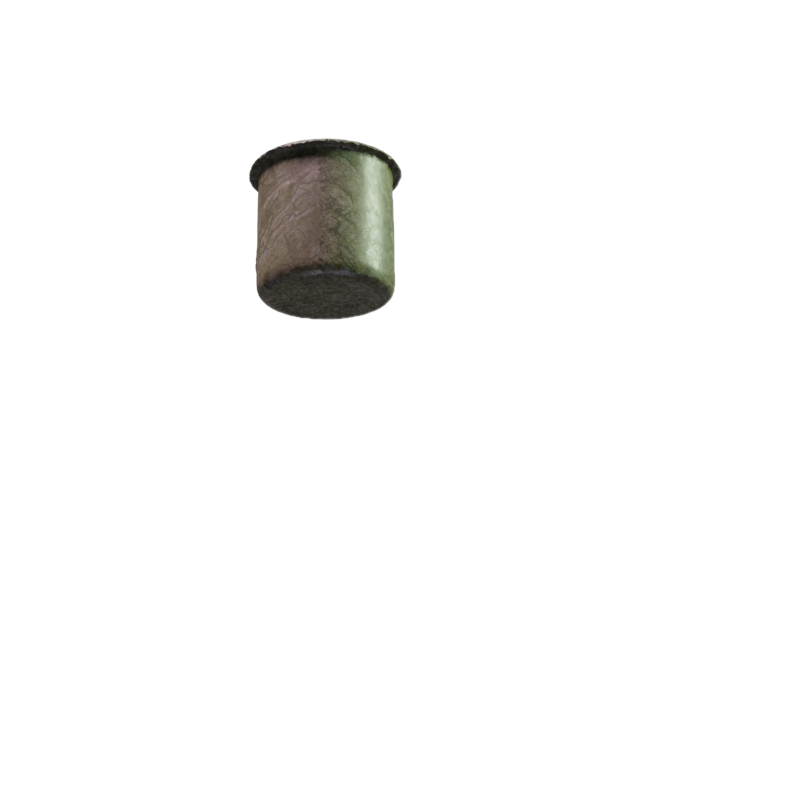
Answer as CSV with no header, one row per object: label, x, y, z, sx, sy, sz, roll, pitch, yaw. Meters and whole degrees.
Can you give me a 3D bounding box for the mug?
mug,-0.053,-0.096,0.671,0.088,0.086,0.118,15,-25,-38
